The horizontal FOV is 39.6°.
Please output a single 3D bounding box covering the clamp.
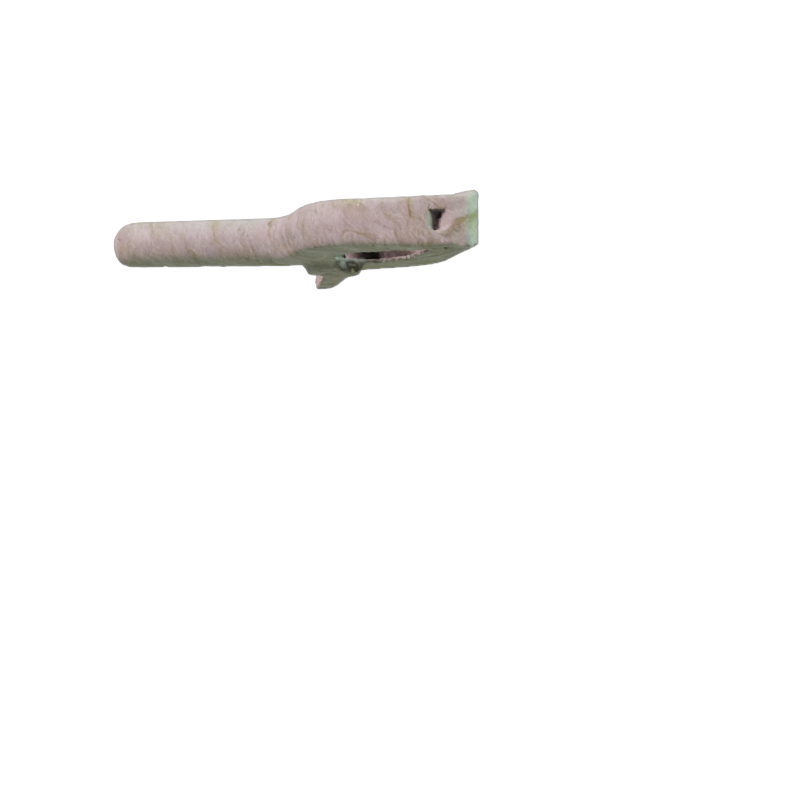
[{"bbox_3d":[-0.047,-0.086,0.605,0.158,0.037,0.216,1,-1,-37],"label":"clamp"}]
